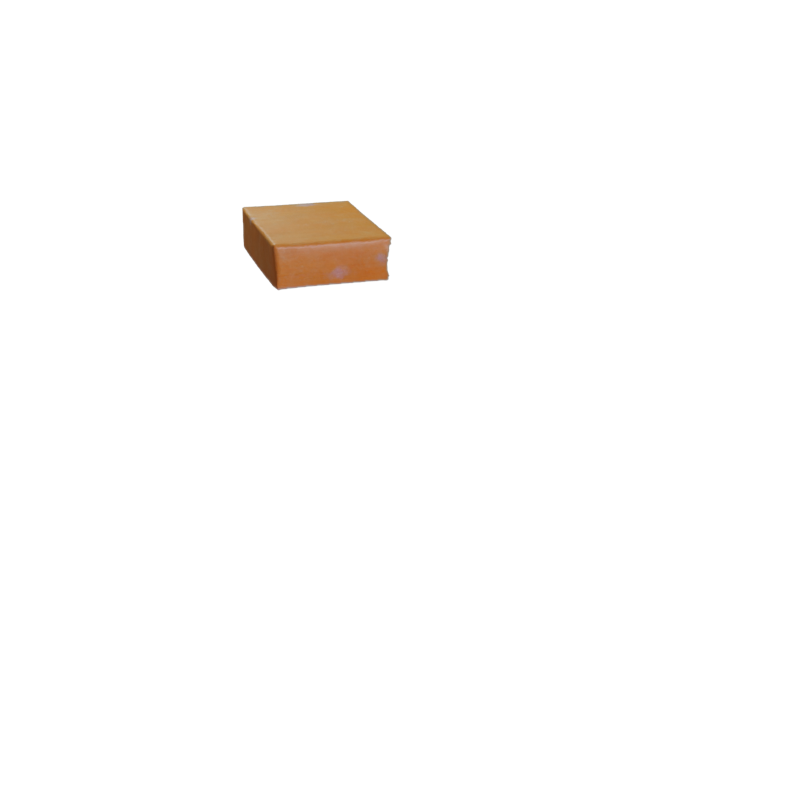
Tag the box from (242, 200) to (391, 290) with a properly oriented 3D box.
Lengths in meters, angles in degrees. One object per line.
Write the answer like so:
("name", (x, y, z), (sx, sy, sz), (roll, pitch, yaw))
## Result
("box", (-0.067, -0.121, 0.850), (0.088, 0.037, 0.121), (-7, 26, -16))
